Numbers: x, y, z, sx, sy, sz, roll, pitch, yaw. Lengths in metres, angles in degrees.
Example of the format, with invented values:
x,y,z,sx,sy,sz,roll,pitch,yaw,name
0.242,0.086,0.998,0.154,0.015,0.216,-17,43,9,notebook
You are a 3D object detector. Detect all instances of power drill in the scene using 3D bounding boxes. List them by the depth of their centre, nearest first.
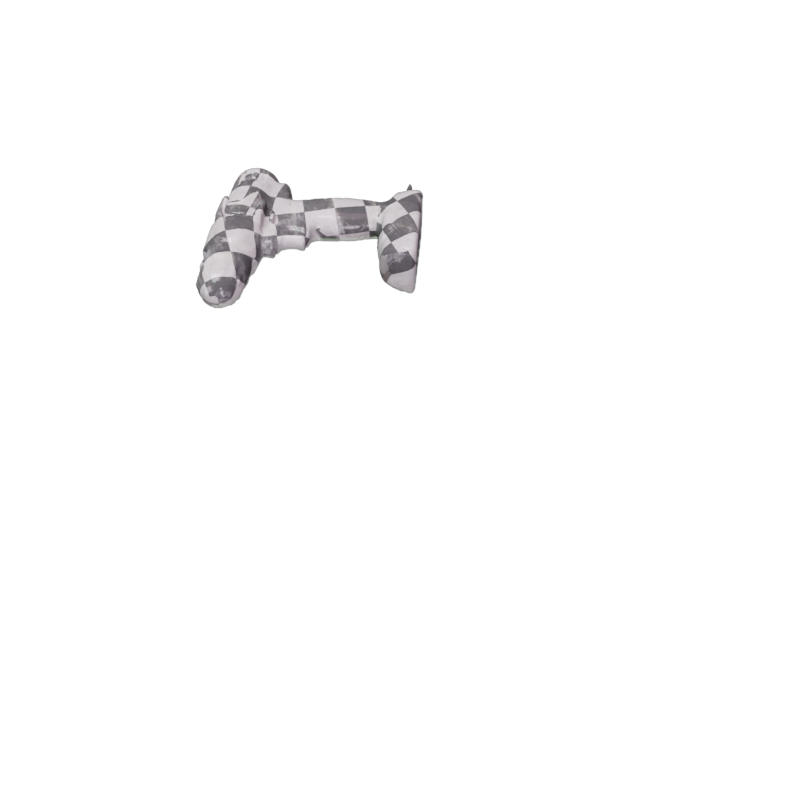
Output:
x,y,z,sx,sy,sz,roll,pitch,yaw,name
-0.077,-0.140,0.980,0.190,0.053,0.196,5,42,6,power drill
